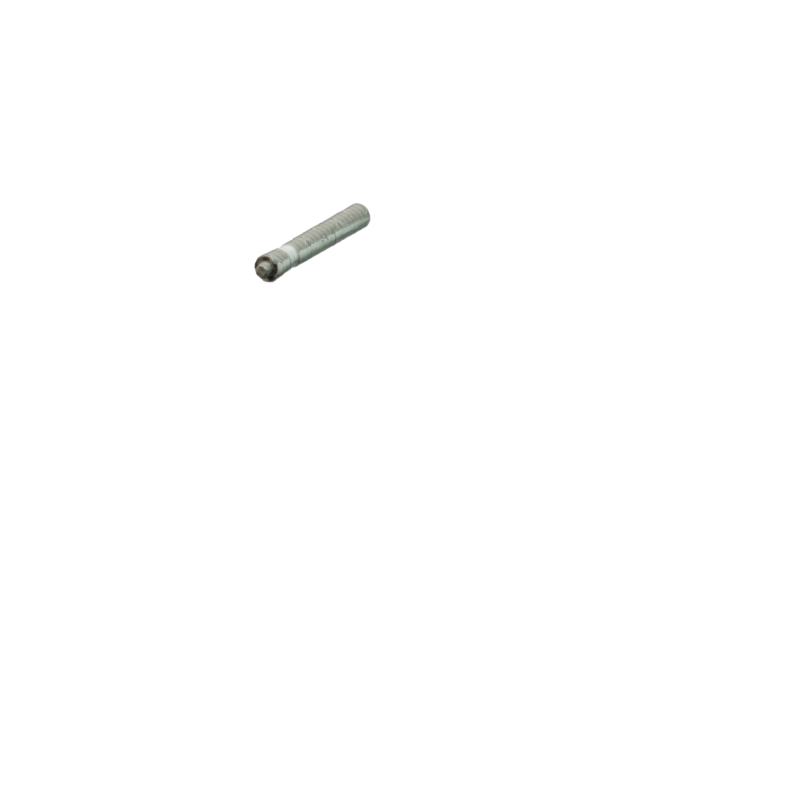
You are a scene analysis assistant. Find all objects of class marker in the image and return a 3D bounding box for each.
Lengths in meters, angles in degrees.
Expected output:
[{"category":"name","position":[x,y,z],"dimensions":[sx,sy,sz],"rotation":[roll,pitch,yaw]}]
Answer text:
[{"category":"marker","position":[-0.058,-0.106,0.745],"dimensions":[0.020,0.019,0.122],"rotation":[2,26,32]}]
